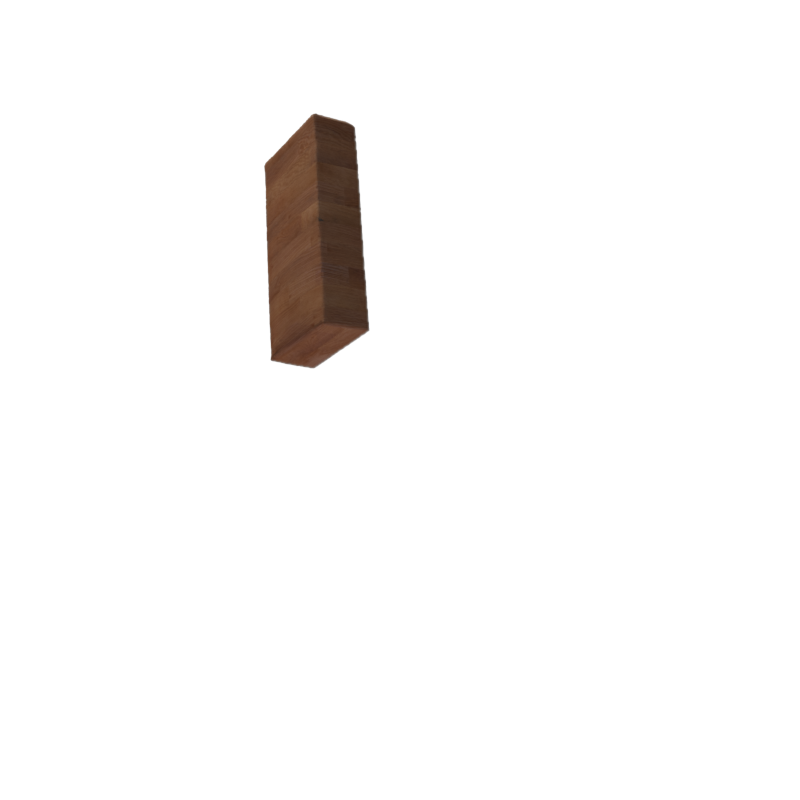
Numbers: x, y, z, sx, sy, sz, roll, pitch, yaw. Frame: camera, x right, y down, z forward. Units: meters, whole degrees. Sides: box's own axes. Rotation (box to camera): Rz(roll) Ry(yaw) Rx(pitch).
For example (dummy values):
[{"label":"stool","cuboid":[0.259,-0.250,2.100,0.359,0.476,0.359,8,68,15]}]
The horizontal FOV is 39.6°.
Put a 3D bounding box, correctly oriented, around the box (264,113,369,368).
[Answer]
[{"label":"box","cuboid":[-0.067,-0.123,0.862,0.046,0.186,0.092,12,-27,-29]}]
